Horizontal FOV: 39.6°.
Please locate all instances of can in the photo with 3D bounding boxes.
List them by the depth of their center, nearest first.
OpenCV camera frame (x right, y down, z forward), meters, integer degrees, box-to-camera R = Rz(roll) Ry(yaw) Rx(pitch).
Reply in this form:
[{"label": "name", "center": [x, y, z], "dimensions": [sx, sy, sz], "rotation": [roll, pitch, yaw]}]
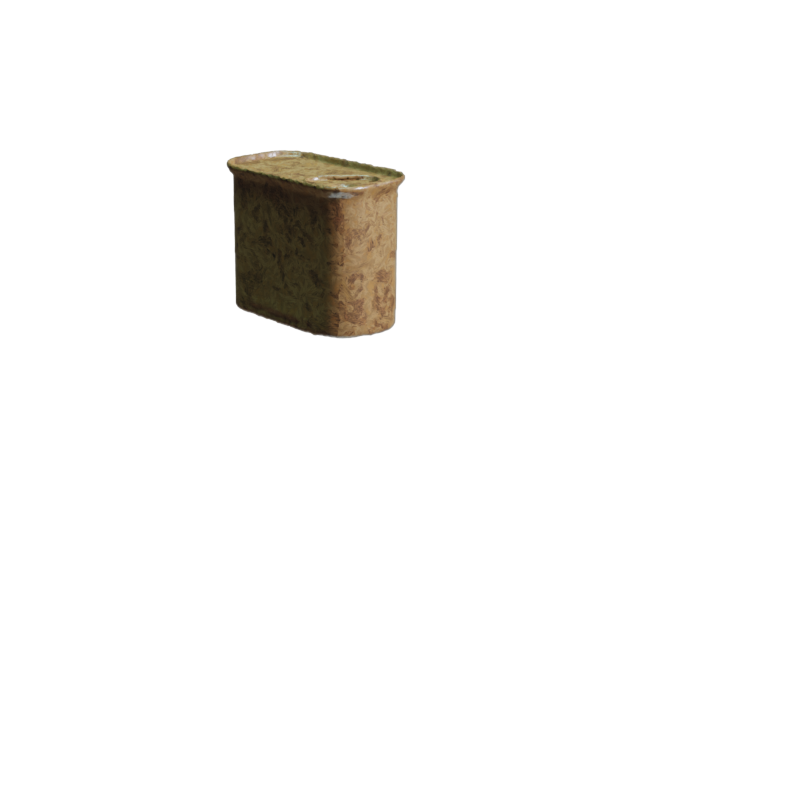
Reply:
[{"label": "can", "center": [-0.047, -0.086, 0.605], "dimensions": [0.108, 0.081, 0.056], "rotation": [19, 26, 41]}]
